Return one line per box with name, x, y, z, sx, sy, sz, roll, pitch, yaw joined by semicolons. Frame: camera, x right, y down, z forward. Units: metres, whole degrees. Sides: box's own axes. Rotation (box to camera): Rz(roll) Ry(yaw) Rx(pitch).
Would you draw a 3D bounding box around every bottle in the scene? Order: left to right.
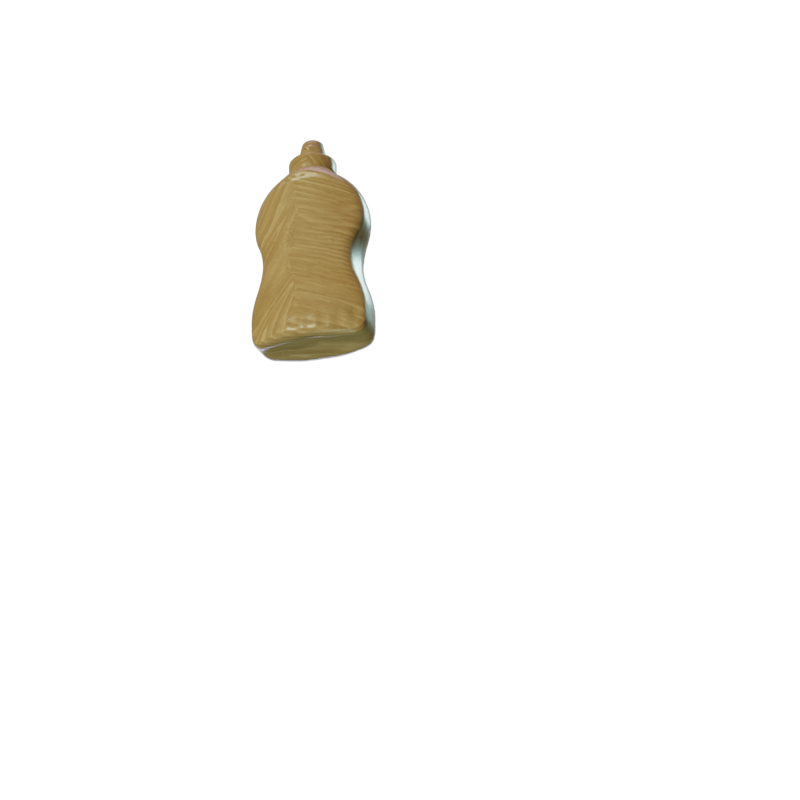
bottle;-0.072;-0.131;0.913;0.097;0.204;0.054;-11;-29;16
